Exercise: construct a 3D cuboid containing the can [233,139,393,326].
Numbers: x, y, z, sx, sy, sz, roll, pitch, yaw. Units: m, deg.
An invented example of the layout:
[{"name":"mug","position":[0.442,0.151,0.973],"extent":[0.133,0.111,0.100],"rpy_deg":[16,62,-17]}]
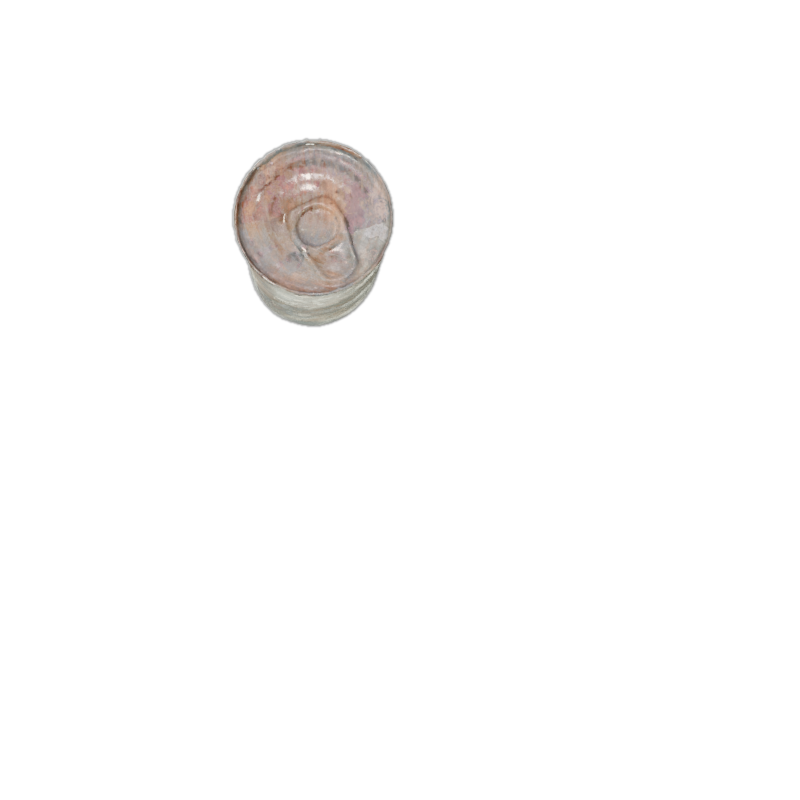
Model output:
[{"name":"can","position":[-0.041,-0.074,0.518],"extent":[0.068,0.070,0.100],"rpy_deg":[0,-7,-3]}]
